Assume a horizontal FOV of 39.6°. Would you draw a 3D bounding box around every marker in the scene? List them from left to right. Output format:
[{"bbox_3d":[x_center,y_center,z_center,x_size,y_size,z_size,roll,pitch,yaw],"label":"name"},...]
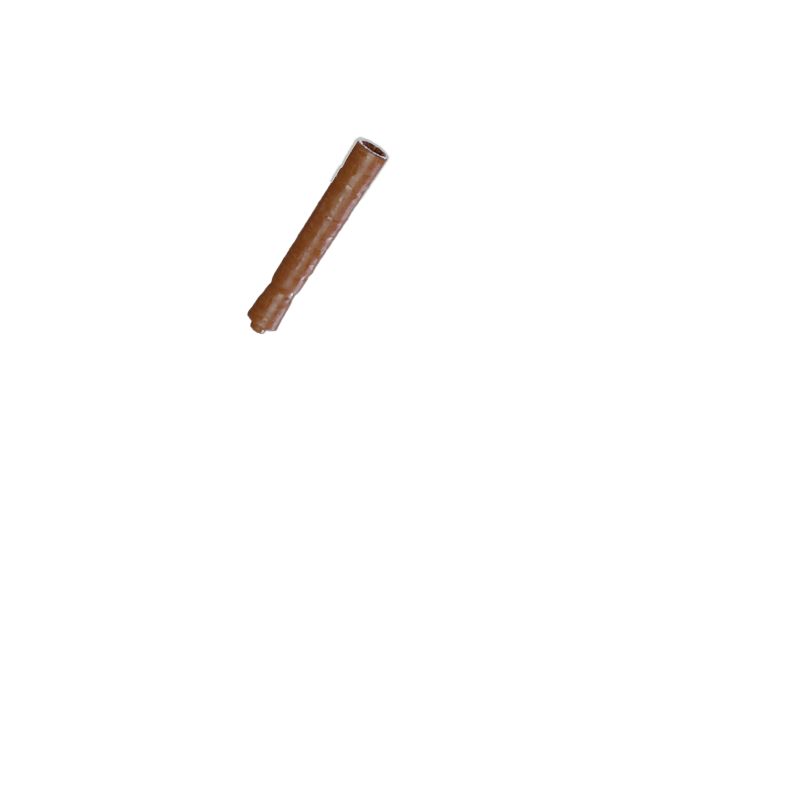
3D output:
[{"bbox_3d":[-0.046,-0.084,0.588,0.019,0.118,0.021,30,21,-16],"label":"marker"}]
